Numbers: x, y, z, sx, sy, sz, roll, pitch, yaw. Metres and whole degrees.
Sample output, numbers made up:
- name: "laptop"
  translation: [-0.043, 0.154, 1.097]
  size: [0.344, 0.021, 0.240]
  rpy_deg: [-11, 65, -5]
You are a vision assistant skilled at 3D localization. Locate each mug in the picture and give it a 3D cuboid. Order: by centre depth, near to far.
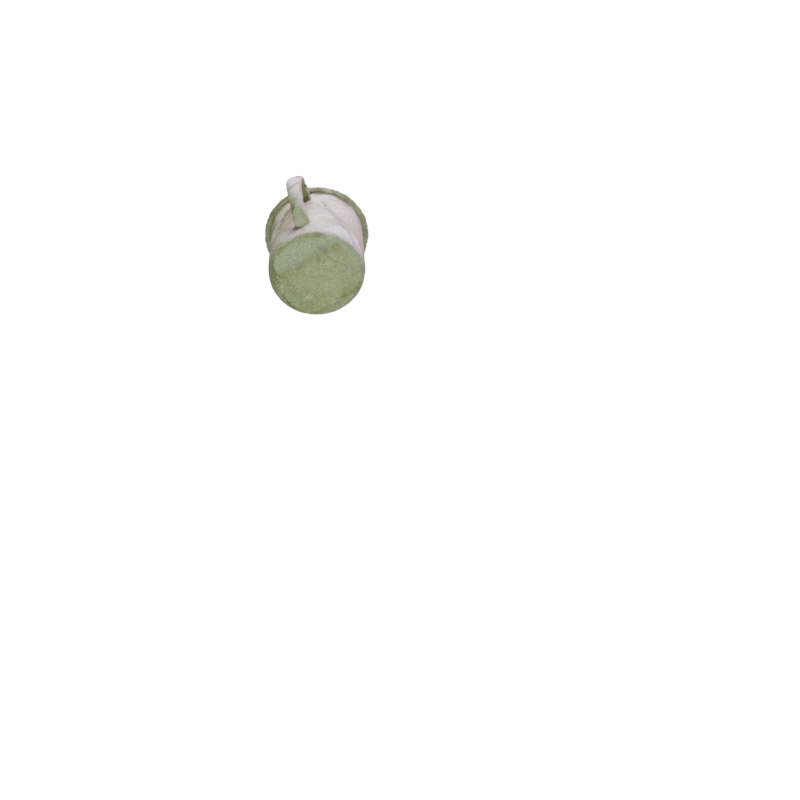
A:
- name: "mug"
  translation: [-0.075, -0.136, 0.955]
  size: [0.093, 0.110, 0.086]
  rpy_deg: [-12, 28, 5]
